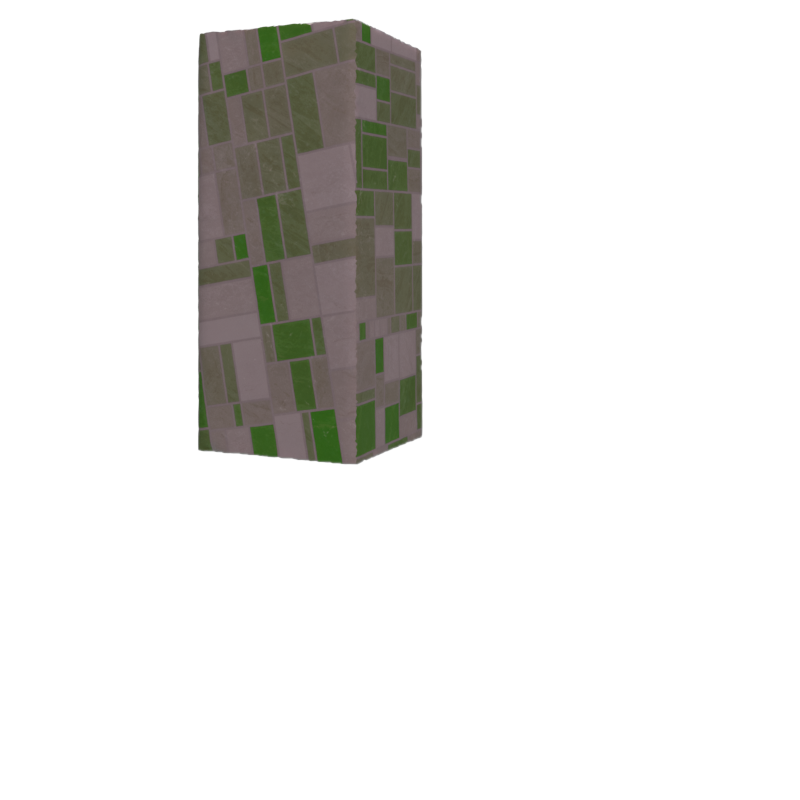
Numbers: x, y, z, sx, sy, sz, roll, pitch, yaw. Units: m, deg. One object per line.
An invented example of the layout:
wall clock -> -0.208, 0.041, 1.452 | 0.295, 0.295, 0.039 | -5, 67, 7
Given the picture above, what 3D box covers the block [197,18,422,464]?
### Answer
block -> -0.045, -0.081, 0.569 | 0.093, 0.206, 0.088 | 0, 1, 23
